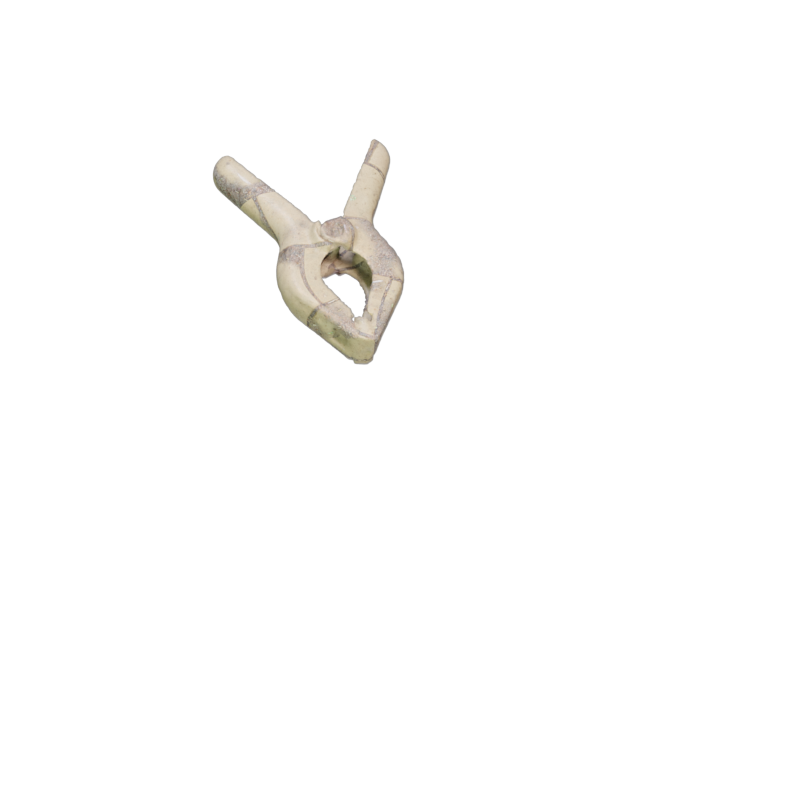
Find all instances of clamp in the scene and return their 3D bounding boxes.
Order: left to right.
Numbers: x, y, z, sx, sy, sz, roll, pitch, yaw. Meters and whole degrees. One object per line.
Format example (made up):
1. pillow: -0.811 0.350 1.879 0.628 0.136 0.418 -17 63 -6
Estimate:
1. clamp: -0.055 -0.100 0.701 0.119 0.185 0.037 -6 -38 -5
